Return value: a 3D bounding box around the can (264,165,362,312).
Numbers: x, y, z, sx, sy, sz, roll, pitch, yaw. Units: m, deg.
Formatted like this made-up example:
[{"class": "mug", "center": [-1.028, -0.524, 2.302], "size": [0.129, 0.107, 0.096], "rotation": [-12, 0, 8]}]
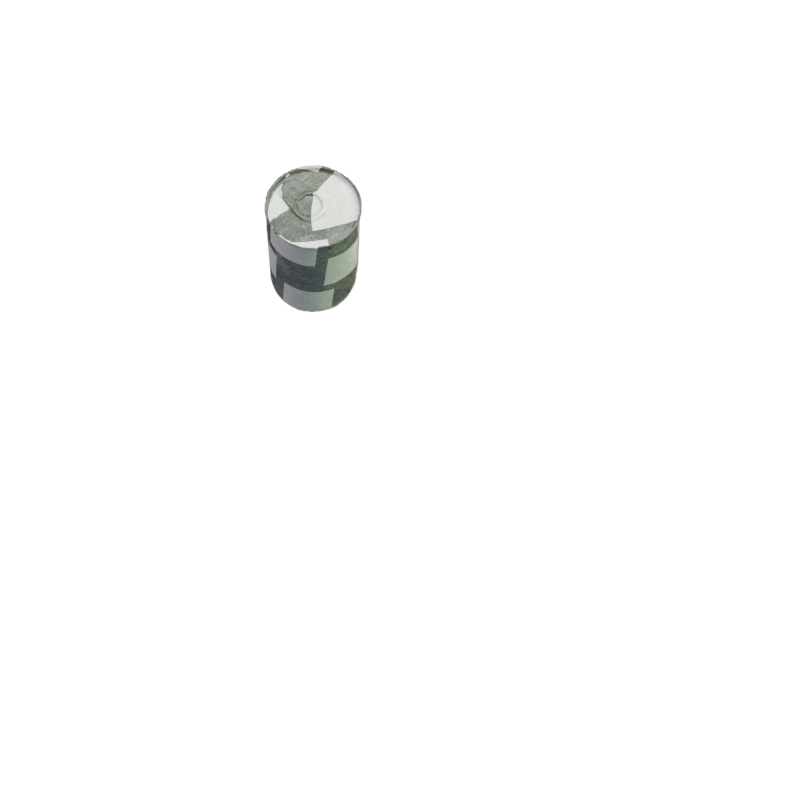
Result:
[{"class": "can", "center": [-0.064, -0.116, 0.814], "size": [0.068, 0.073, 0.097], "rotation": [0, -25, -3]}]
